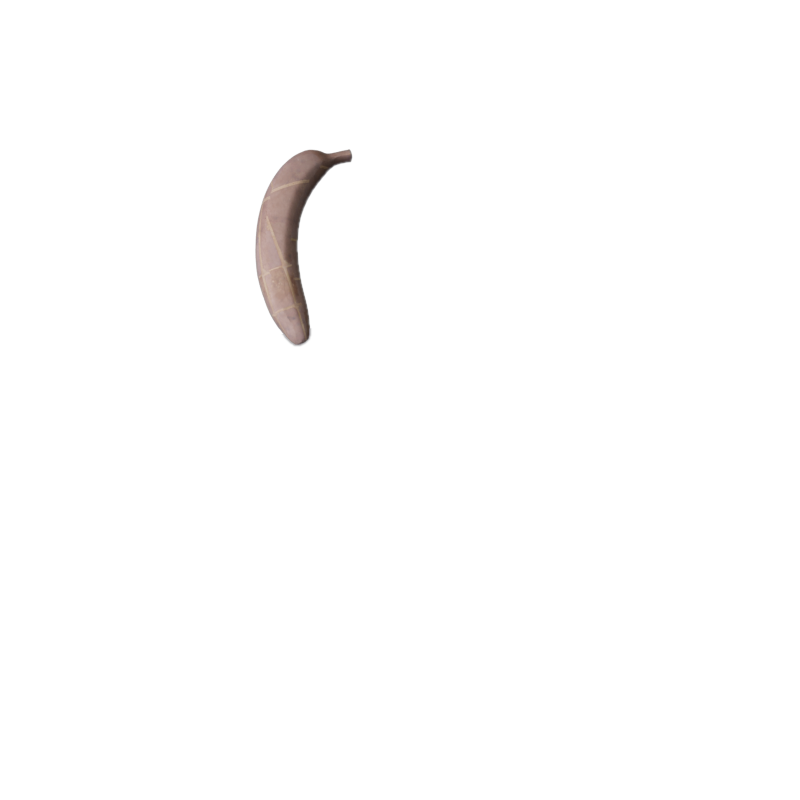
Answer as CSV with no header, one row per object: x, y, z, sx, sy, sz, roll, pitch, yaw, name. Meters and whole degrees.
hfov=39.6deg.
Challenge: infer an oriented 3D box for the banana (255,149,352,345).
-0.094,-0.147,0.982,0.070,0.206,0.035,10,-22,3,banana
